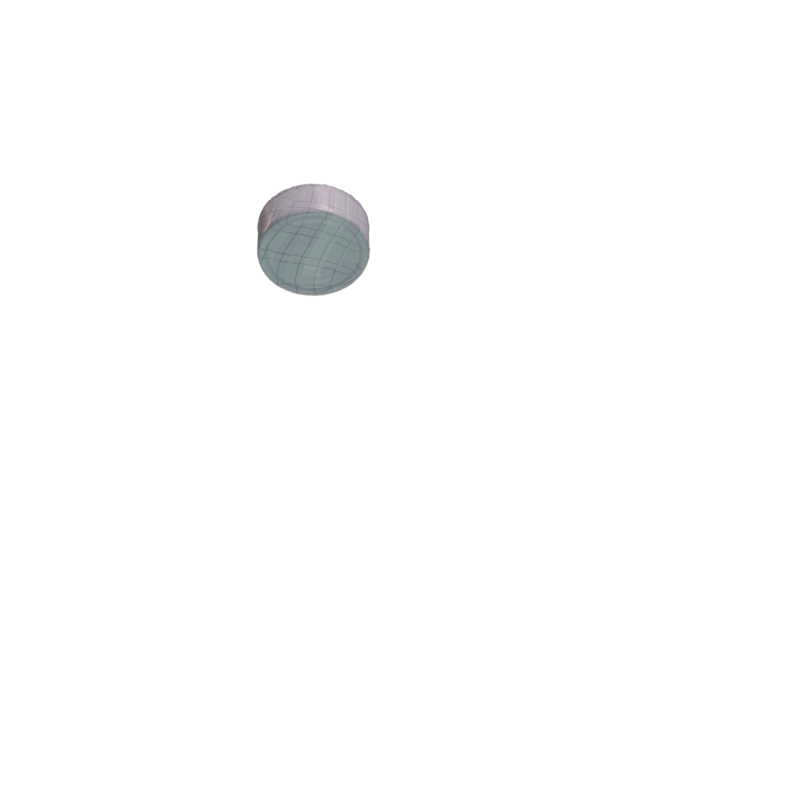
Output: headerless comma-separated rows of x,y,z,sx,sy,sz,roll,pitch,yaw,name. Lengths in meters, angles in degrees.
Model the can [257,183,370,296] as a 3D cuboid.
-0.065,-0.119,0.836,0.086,0.080,0.036,1,44,-1,can
